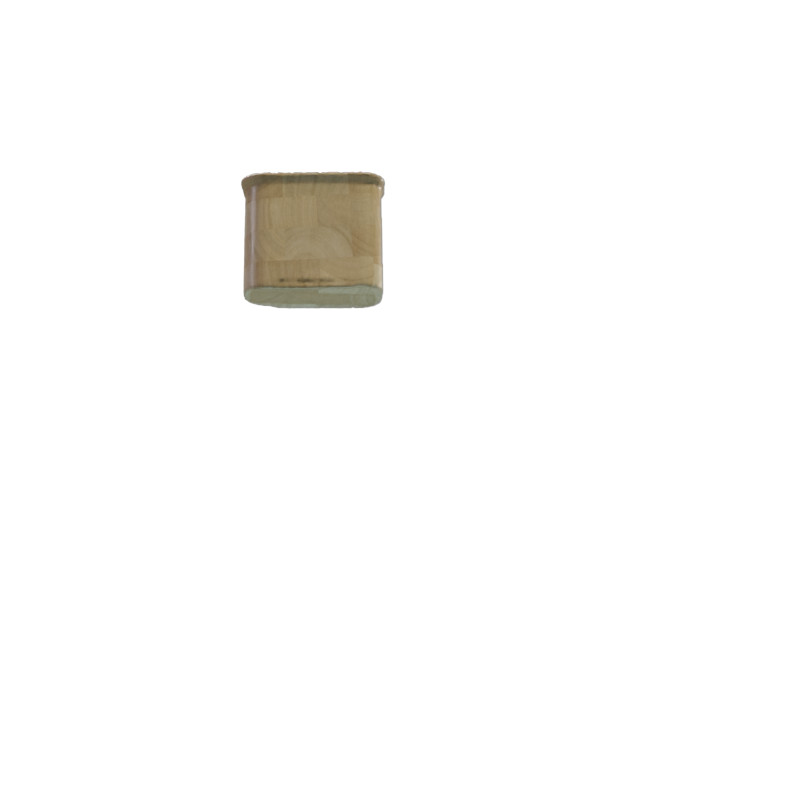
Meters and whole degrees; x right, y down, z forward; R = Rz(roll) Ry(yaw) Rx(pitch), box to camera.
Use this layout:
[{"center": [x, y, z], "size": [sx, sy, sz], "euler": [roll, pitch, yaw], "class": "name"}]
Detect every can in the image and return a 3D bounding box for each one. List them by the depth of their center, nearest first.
[{"center": [-0.061, -0.111, 0.779], "size": [0.102, 0.087, 0.055], "euler": [-1, -16, 0], "class": "can"}]
